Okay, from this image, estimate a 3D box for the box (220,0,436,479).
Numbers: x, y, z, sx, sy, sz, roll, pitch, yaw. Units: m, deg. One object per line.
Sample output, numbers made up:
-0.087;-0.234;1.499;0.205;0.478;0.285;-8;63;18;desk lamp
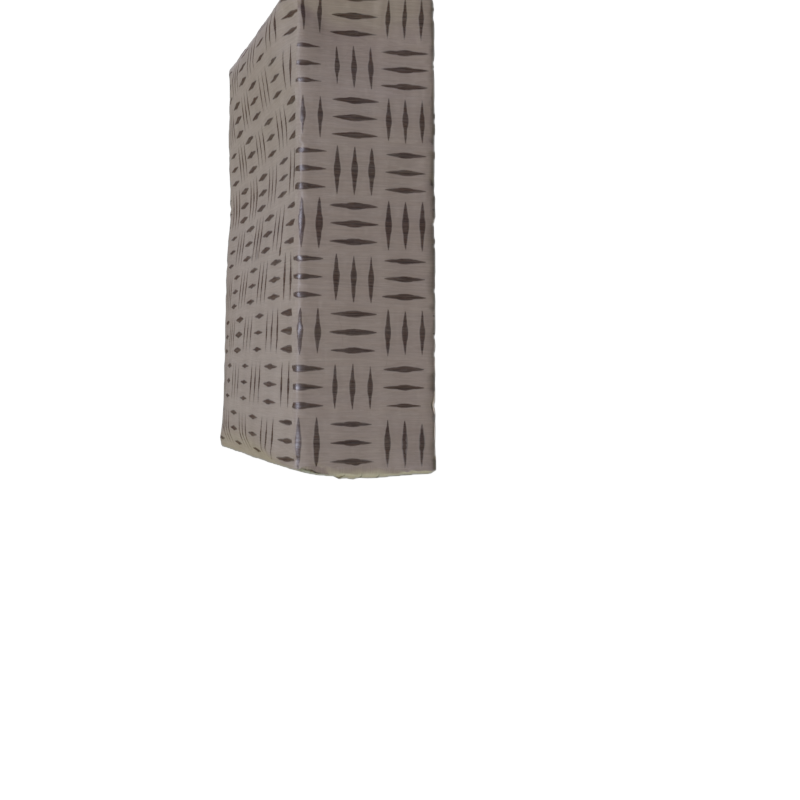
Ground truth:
-0.043;-0.078;0.543;0.070;0.216;0.166;1;-3;-19;box
